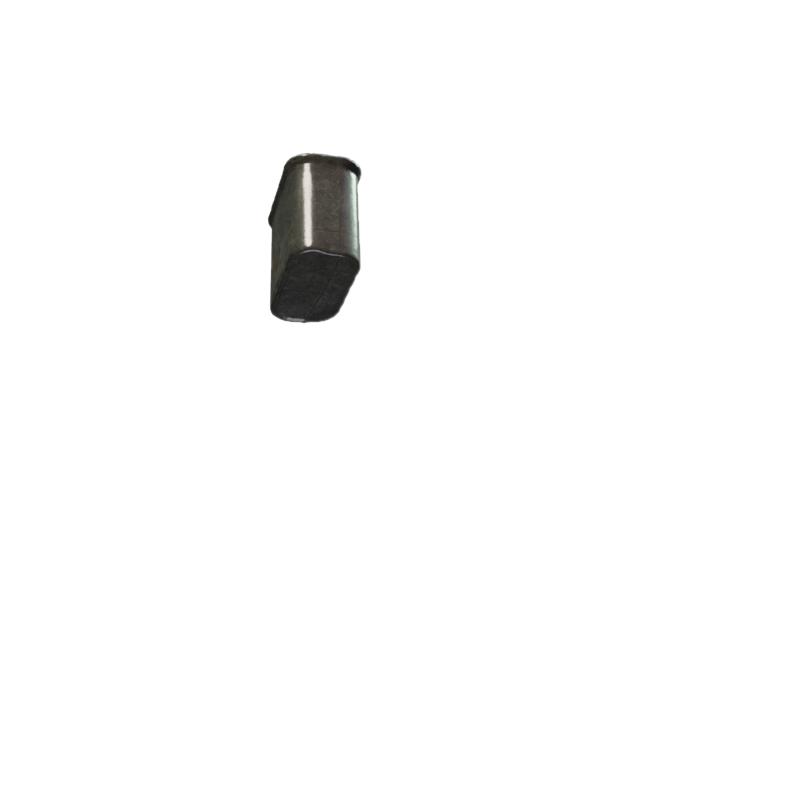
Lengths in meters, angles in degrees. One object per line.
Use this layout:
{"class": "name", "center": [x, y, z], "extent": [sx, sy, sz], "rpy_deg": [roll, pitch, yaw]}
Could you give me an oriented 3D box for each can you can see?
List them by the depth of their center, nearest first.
{"class": "can", "center": [-0.063, -0.115, 0.807], "extent": [0.056, 0.089, 0.097], "rpy_deg": [7, -31, -14]}
